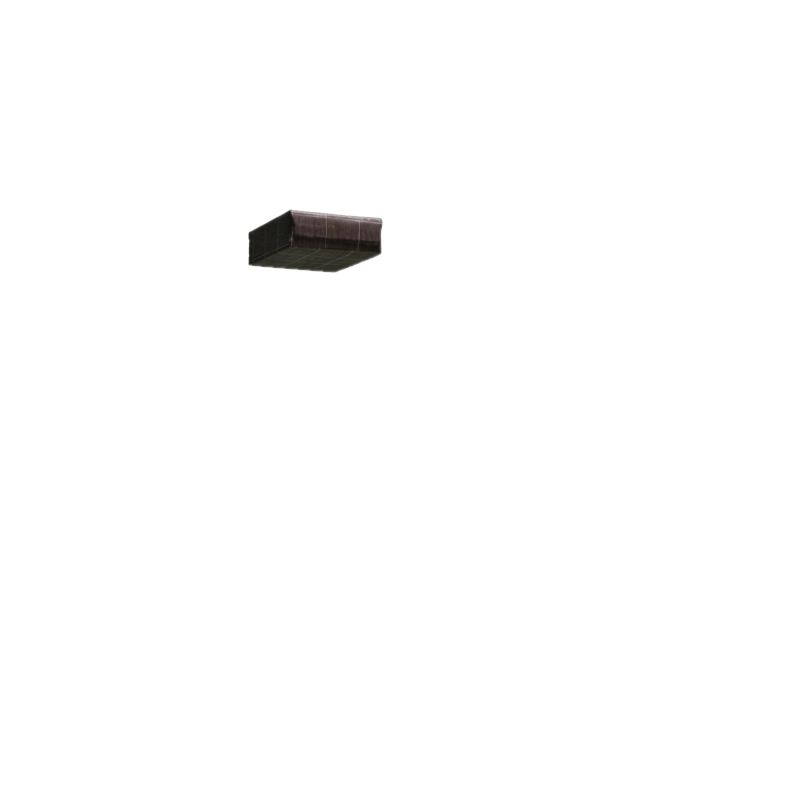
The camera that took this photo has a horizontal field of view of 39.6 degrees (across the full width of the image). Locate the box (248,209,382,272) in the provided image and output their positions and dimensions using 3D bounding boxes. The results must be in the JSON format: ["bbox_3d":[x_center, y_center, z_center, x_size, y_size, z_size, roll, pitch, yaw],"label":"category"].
[{"bbox_3d":[-0.064,-0.117,0.818,0.071,0.031,0.090,2,-5,-25],"label":"box"}]
